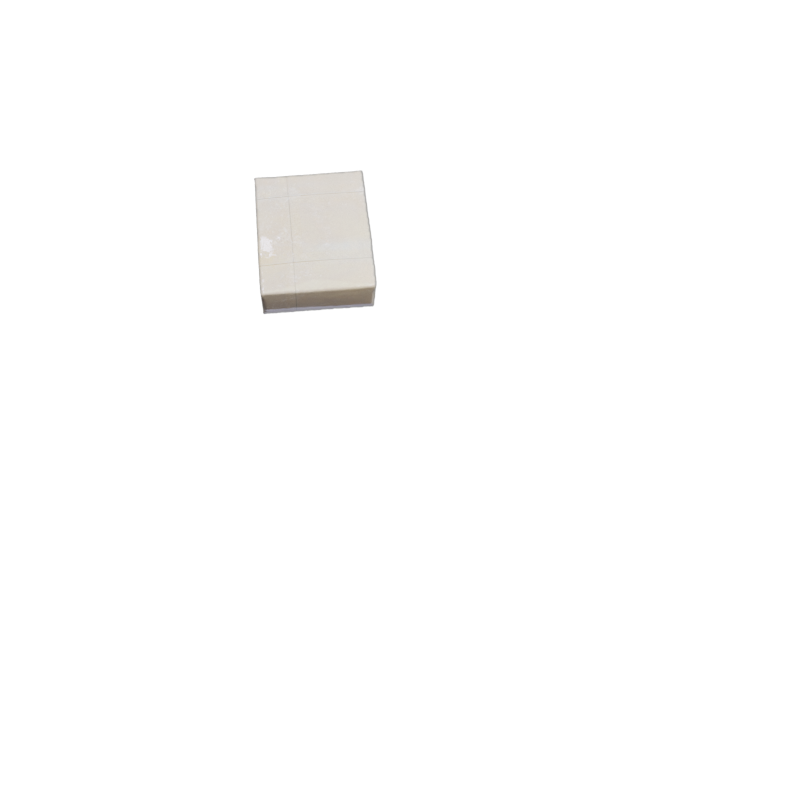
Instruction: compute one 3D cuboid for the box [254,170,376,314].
[{"bbox_3d":[-0.069,-0.127,0.887,0.089,0.121,0.036,-5,-31,-4],"label":"box"}]
